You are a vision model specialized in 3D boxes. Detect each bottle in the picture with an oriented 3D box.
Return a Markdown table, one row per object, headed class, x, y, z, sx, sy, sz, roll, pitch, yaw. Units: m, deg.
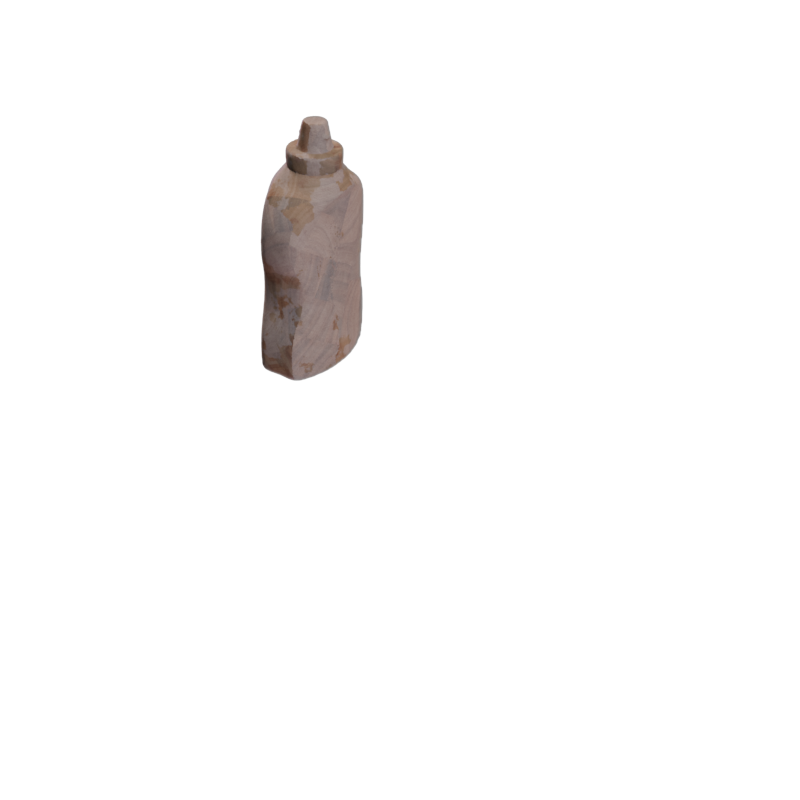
| class | x | y | z | sx | sy | sz | roll | pitch | yaw |
| --- | --- | --- | --- | --- | --- | --- | --- | --- | --- |
| bottle | -0.063 | -0.116 | 0.812 | 0.061 | 0.180 | 0.097 | 20 | 35 | 28 |
